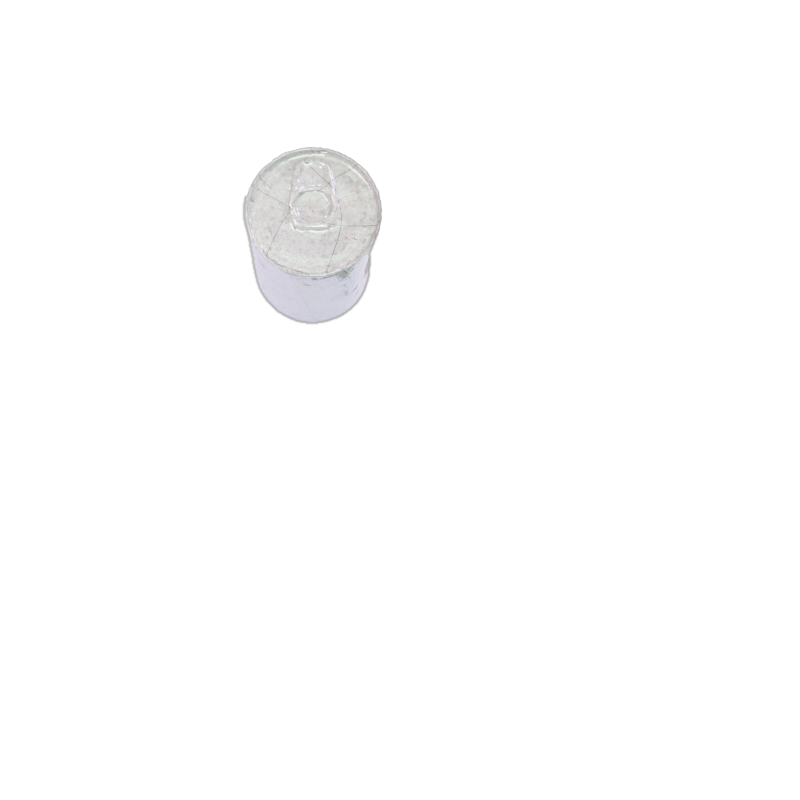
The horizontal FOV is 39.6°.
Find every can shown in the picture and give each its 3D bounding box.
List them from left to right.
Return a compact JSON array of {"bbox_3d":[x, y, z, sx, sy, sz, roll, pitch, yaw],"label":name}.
[{"bbox_3d":[-0.046,-0.085,0.593,0.068,0.071,0.099,0,-12,-3],"label":"can"}]
